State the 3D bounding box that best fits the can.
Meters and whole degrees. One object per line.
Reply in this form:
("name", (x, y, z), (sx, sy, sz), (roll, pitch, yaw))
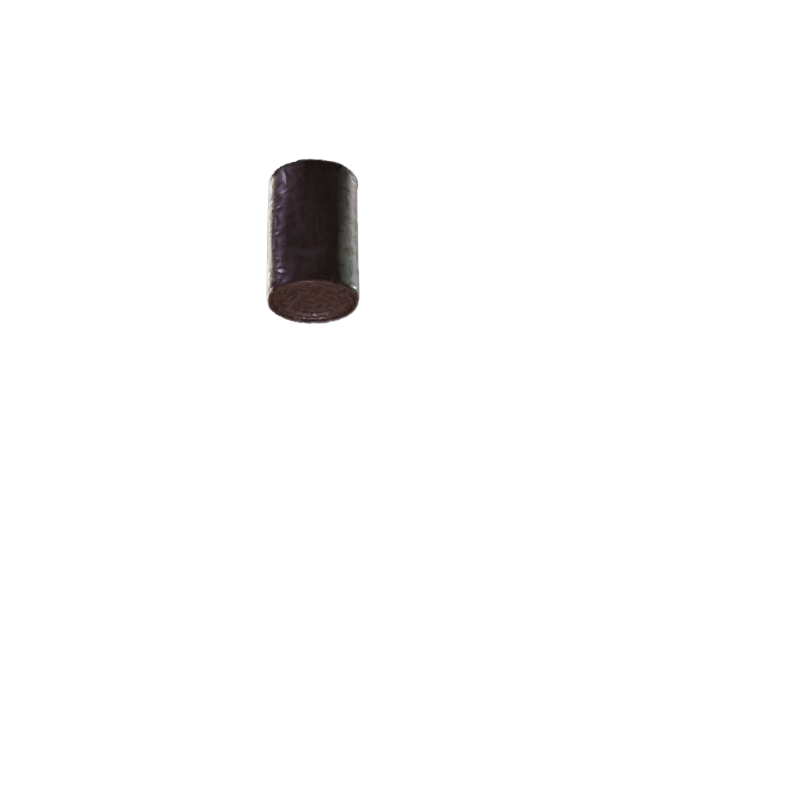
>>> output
("can", (-0.063, -0.115, 0.809), (0.068, 0.109, 0.064), (0, -28, -2))
